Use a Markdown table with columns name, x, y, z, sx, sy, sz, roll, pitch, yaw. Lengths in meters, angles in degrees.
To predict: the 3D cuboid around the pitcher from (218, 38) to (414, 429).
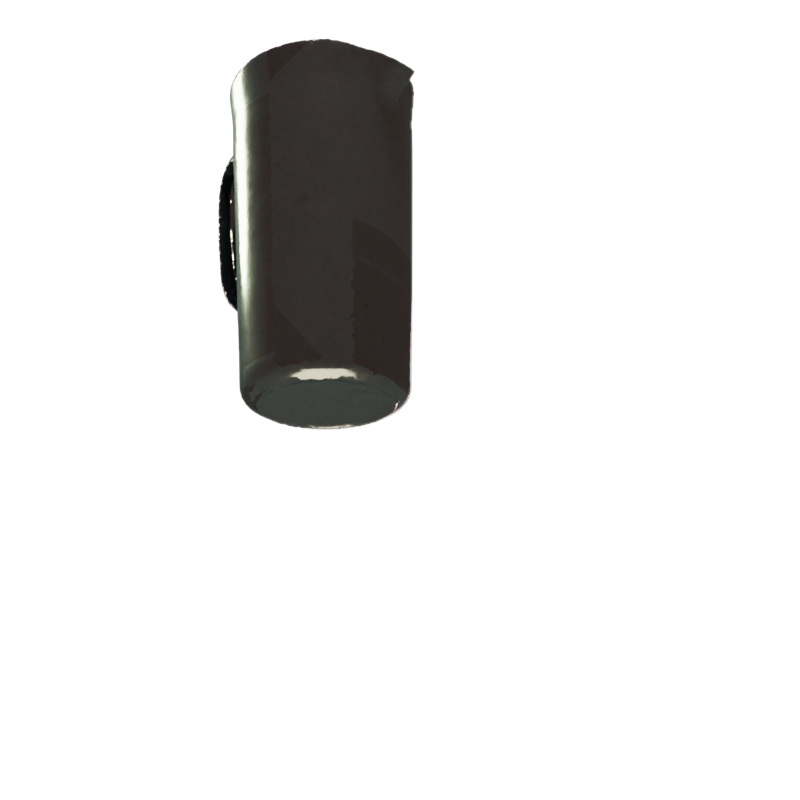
| name | x | y | z | sx | sy | sz | roll | pitch | yaw |
| --- | --- | --- | --- | --- | --- | --- | --- | --- | --- |
| pitcher | -0.059 | -0.108 | 0.754 | 0.145 | 0.258 | 0.141 | -1 | -26 | -2 |
